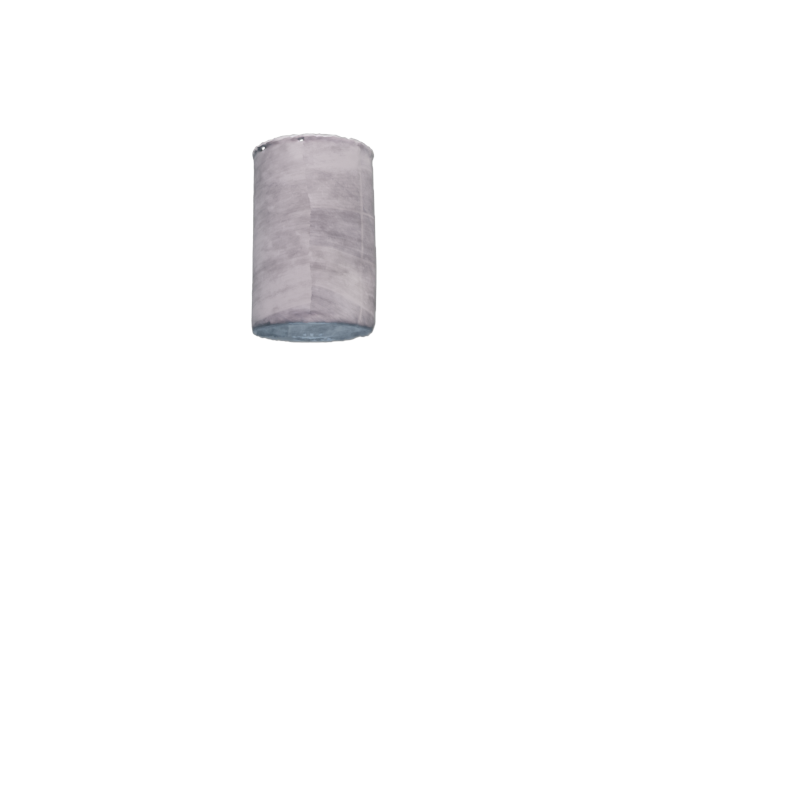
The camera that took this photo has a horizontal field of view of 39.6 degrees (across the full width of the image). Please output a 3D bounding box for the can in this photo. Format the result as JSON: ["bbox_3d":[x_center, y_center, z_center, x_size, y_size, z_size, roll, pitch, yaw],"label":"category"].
[{"bbox_3d":[-0.048,-0.087,0.607,0.068,0.105,0.067,0,-11,-2],"label":"can"}]
